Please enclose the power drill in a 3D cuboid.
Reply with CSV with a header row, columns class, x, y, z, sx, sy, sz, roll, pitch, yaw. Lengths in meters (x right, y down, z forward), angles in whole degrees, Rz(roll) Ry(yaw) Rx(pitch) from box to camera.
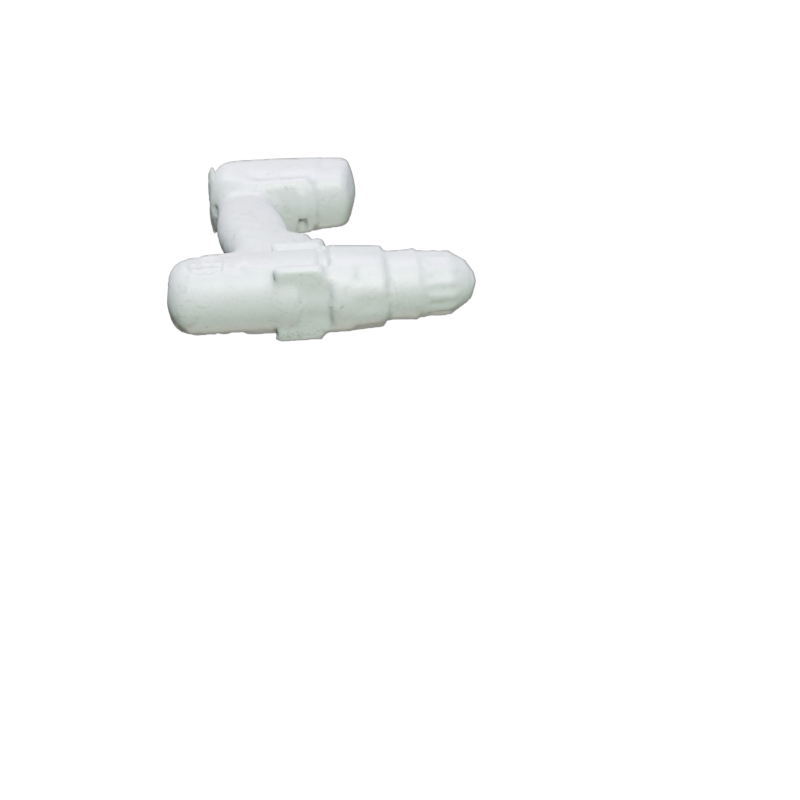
class,x,y,z,sx,sy,sz,roll,pitch,yaw
power drill,-0.057,-0.104,0.726,0.183,0.054,0.200,-3,29,-6
